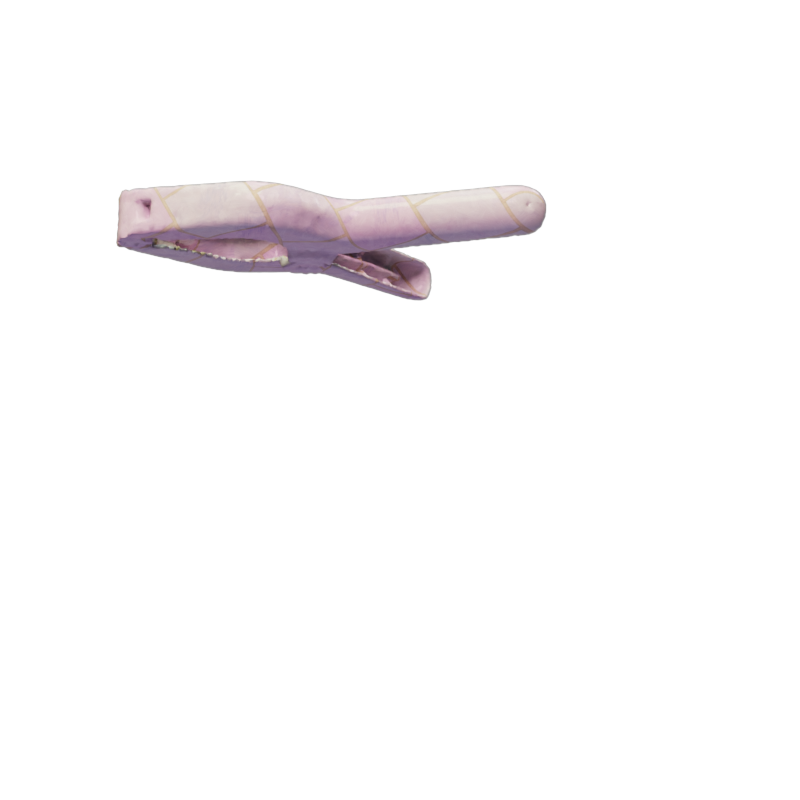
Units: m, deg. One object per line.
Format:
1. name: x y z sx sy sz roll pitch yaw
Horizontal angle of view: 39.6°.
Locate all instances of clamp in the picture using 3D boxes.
1. clamp: -0.047 -0.086 0.604 0.207 0.038 0.161 2 -11 -11
